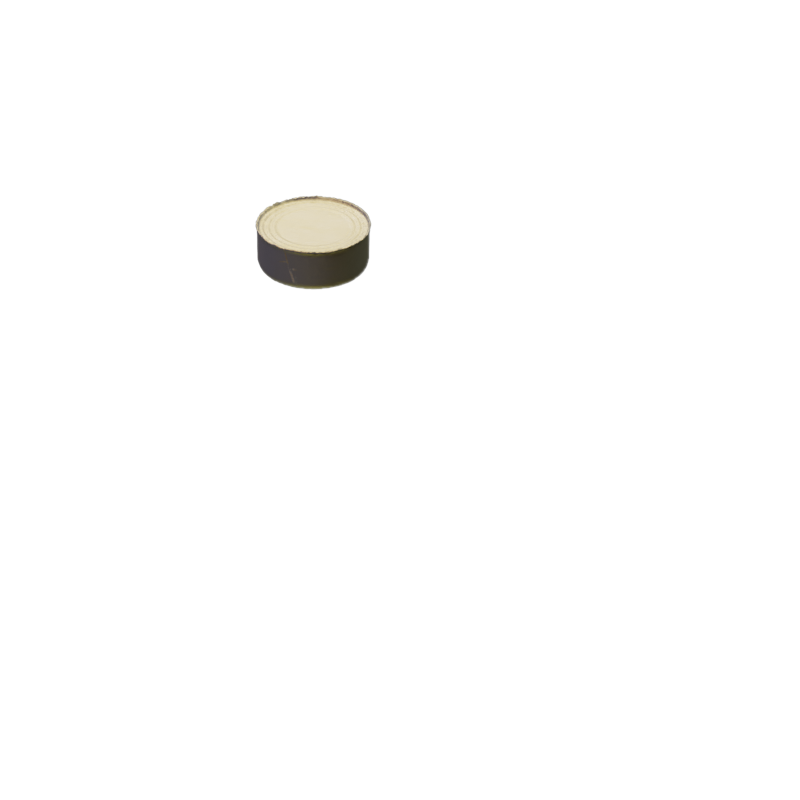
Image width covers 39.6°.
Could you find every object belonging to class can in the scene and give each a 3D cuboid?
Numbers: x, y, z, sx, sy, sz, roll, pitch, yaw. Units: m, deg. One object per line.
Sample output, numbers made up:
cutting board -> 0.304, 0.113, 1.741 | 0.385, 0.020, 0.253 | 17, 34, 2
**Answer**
can -> -0.065, -0.119, 0.830 | 0.086, 0.031, 0.092 | -1, 36, -2
